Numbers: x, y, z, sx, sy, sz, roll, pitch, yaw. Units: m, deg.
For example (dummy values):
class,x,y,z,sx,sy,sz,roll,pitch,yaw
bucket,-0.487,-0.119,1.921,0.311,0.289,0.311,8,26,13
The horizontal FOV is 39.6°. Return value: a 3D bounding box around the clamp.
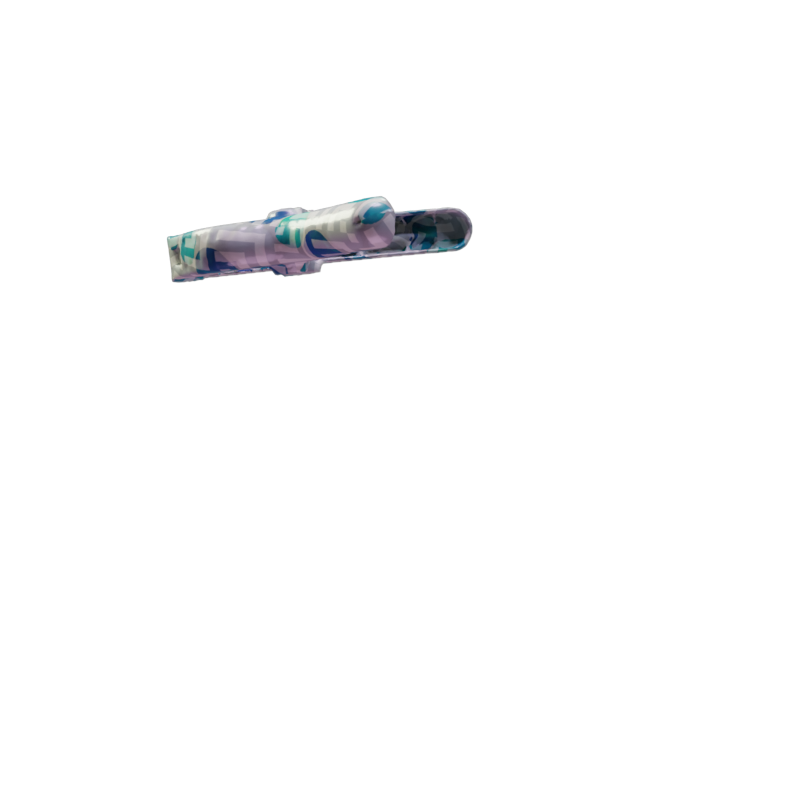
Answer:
class,x,y,z,sx,sy,sz,roll,pitch,yaw
clamp,-0.048,-0.088,0.613,0.177,0.040,0.115,0,-1,35
